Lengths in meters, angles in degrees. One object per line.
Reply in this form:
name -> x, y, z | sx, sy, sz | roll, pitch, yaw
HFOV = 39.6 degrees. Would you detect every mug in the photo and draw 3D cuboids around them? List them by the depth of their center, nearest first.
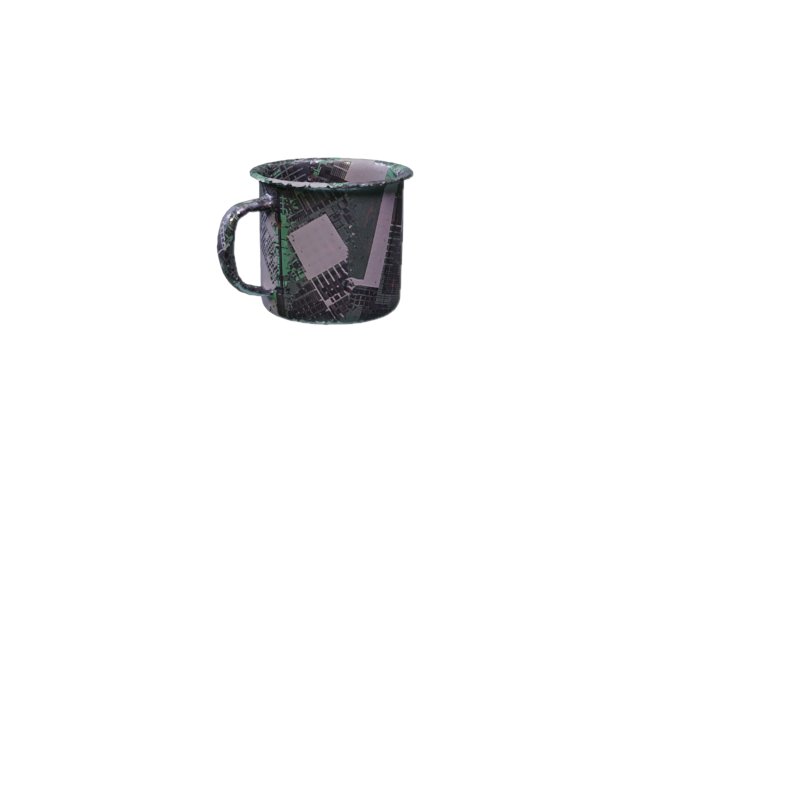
mug -> -0.049, -0.090, 0.632 | 0.114, 0.079, 0.099 | -12, 22, -33
